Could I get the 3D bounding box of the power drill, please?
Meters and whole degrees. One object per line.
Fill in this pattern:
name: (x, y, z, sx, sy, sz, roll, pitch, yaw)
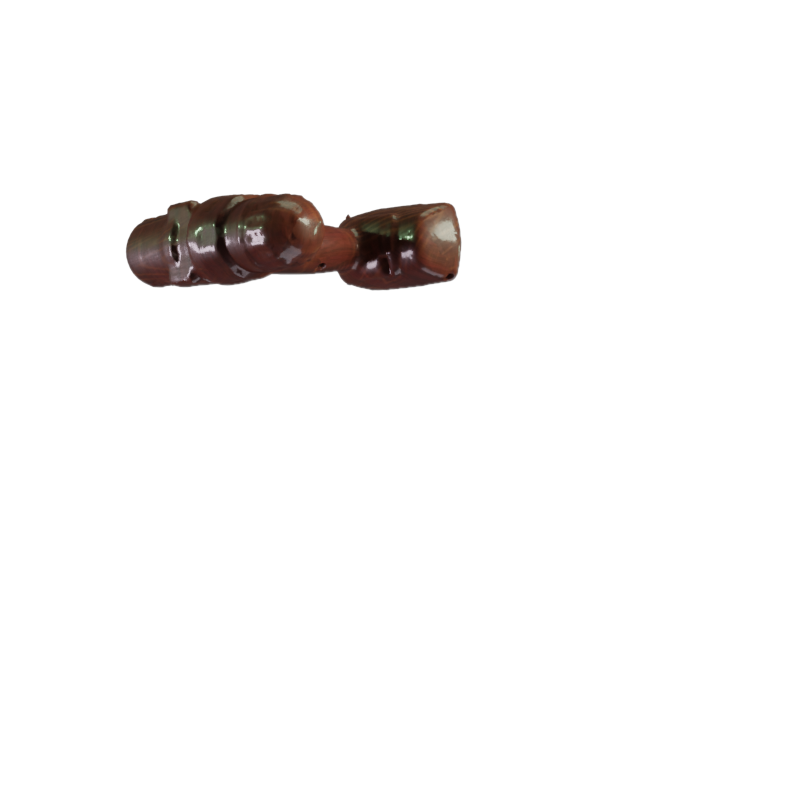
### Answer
power drill: (-0.054, -0.099, 0.693, 0.181, 0.057, 0.191, -3, 5, -38)
